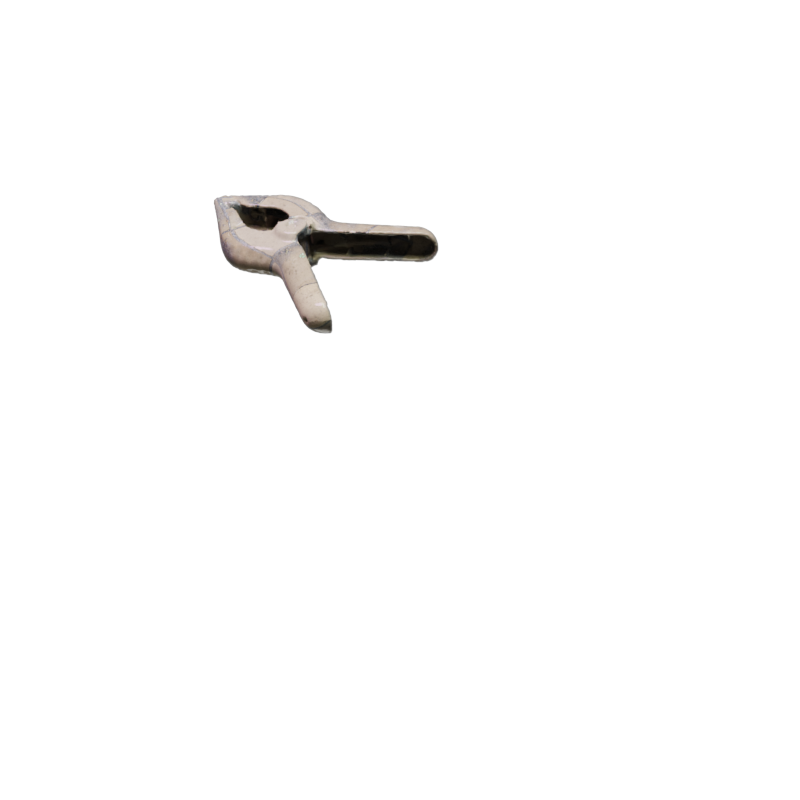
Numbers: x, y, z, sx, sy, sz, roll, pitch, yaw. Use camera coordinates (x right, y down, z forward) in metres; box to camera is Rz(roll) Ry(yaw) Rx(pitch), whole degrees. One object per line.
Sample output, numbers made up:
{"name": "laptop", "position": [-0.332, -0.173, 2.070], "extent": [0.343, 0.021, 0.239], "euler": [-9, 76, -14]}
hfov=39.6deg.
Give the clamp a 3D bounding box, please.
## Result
{"name": "clamp", "position": [-0.061, -0.112, 0.784], "extent": [0.119, 0.037, 0.184], "euler": [-25, 43, -30]}
